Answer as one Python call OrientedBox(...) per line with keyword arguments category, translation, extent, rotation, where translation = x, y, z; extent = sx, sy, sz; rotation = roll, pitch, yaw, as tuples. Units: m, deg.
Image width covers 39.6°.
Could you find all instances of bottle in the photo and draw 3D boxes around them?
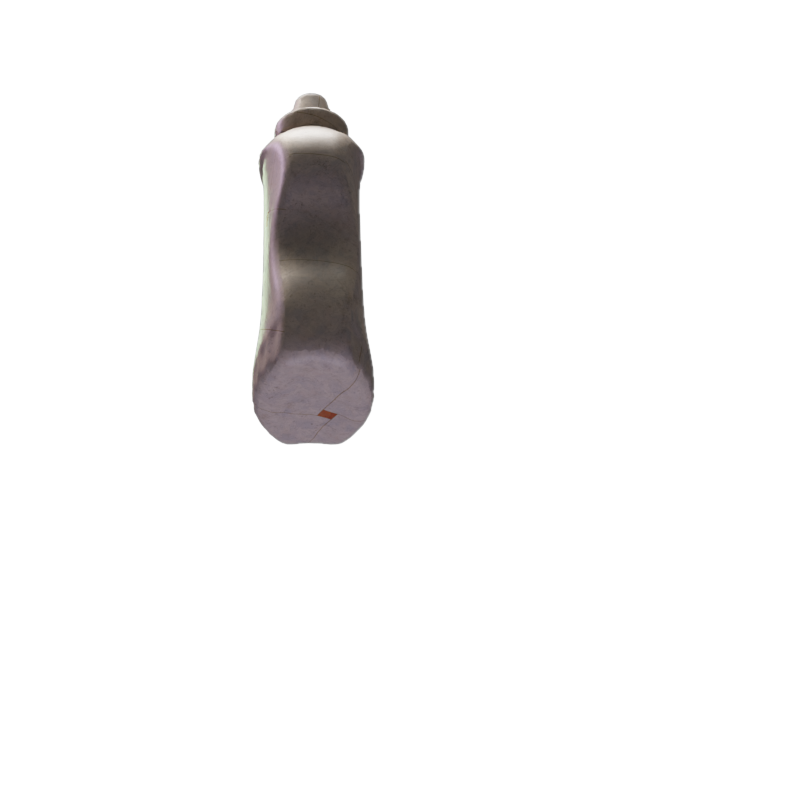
OrientedBox(category="bottle", translation=(-0.045, -0.082, 0.573), extent=(0.058, 0.205, 0.090), rotation=(-1, -31, -3))
